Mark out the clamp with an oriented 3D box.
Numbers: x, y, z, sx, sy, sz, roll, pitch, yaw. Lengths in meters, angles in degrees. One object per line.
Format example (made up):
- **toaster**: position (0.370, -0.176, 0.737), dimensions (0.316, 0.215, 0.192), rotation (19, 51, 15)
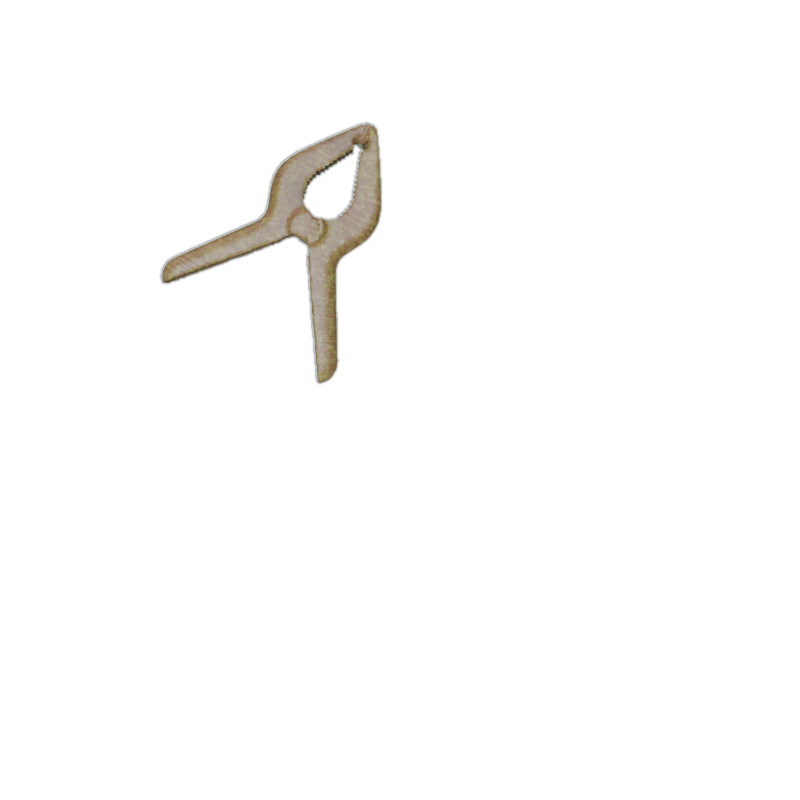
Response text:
- **clamp**: position (-0.072, -0.131, 0.917), dimensions (0.166, 0.211, 0.036), rotation (39, -4, 3)
